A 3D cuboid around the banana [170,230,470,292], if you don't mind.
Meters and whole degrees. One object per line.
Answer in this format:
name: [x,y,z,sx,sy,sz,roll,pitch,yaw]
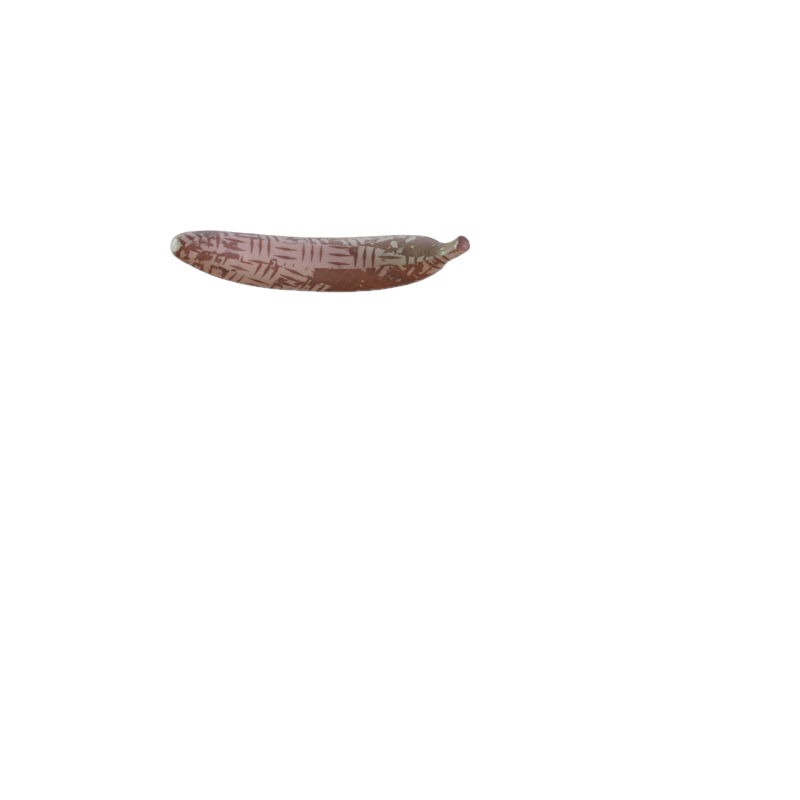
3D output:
banana: [-0.054,-0.099,0.758,0.198,0.039,0.065,-1,-25,3]
